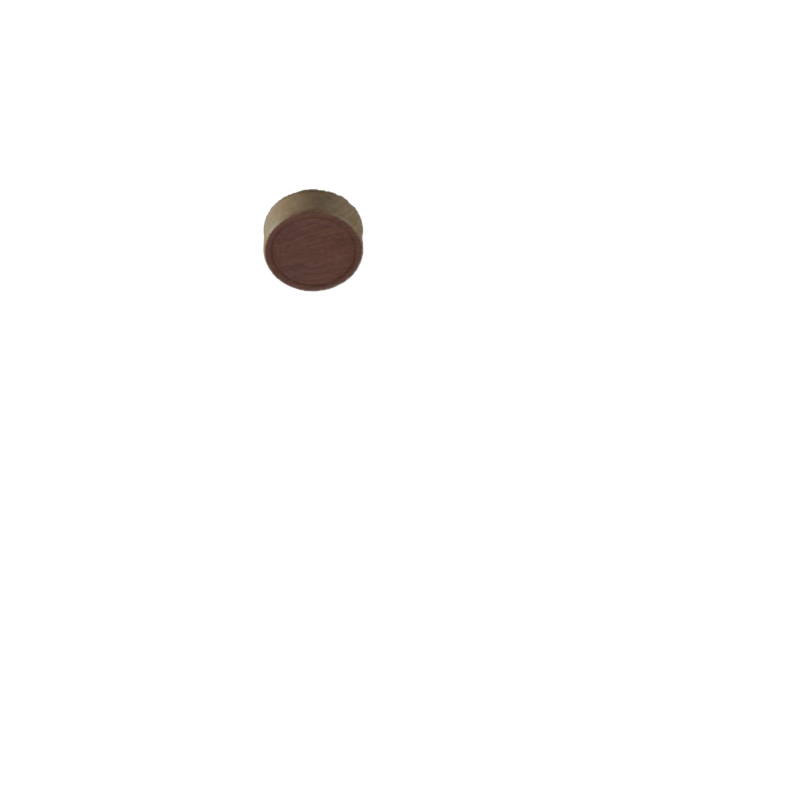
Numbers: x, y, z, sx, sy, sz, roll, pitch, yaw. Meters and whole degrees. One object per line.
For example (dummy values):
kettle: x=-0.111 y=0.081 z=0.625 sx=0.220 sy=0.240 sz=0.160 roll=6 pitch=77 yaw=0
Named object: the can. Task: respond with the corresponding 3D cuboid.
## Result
can: x=-0.074 y=-0.134 z=0.941 sx=0.086 sy=0.080 sz=0.036 roll=1 pitch=39 yaw=-1
